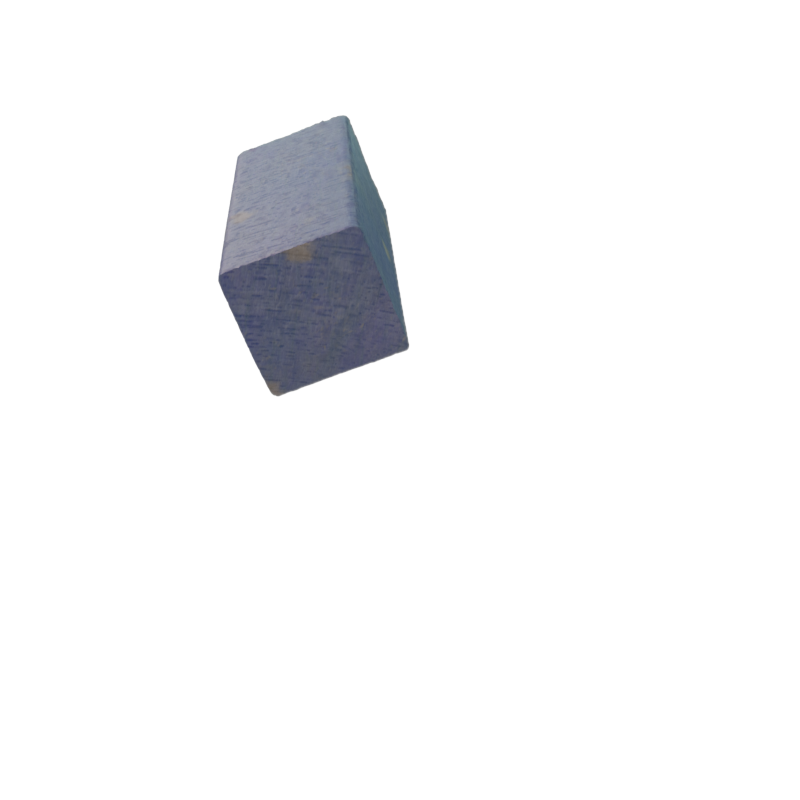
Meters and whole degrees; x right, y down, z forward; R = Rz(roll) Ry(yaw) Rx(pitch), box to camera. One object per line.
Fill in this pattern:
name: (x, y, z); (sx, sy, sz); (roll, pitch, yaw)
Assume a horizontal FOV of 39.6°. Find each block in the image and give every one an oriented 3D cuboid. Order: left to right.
block: (-0.058, -0.106, 0.737); (0.091, 0.085, 0.219); (-20, 29, 7)
